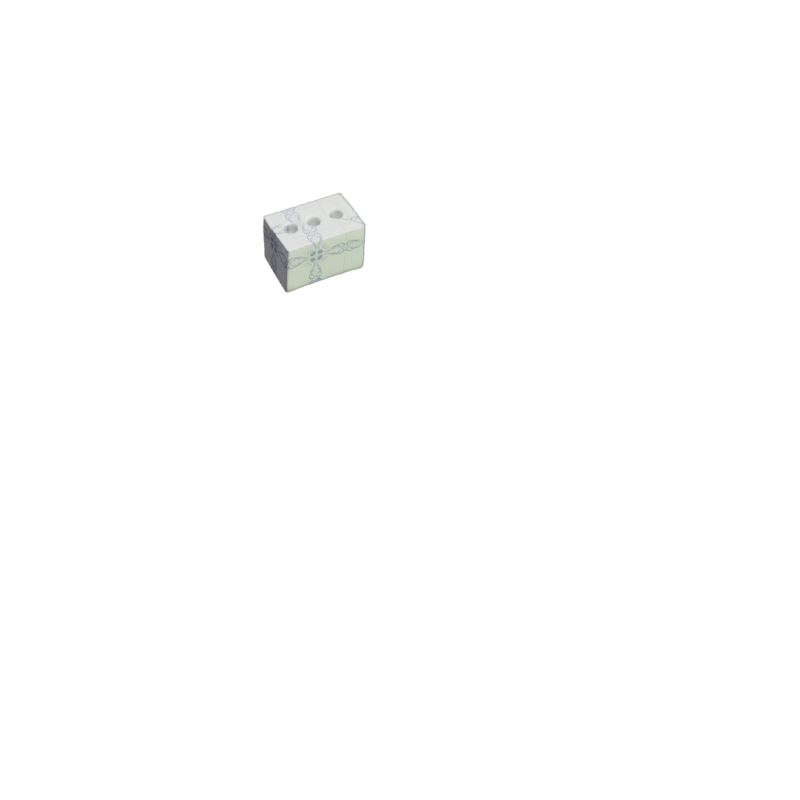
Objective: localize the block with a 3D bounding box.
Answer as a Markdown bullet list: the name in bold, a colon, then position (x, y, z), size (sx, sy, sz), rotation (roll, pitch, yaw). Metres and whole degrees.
- **block**: position (-0.077, -0.140, 0.981), size (0.077, 0.048, 0.057), rotation (-21, 51, -19)
